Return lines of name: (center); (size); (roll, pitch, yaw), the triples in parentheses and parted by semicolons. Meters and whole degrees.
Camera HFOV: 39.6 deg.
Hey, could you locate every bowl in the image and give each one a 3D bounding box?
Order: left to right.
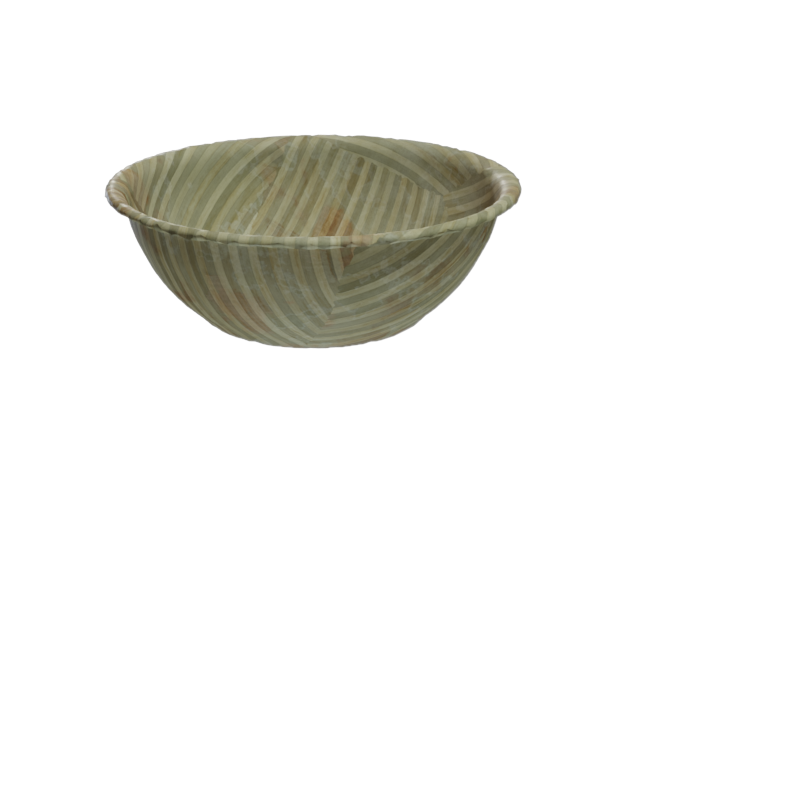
bowl: (-0.035, -0.063, 0.443); (0.162, 0.052, 0.170); (-1, 25, -2)
